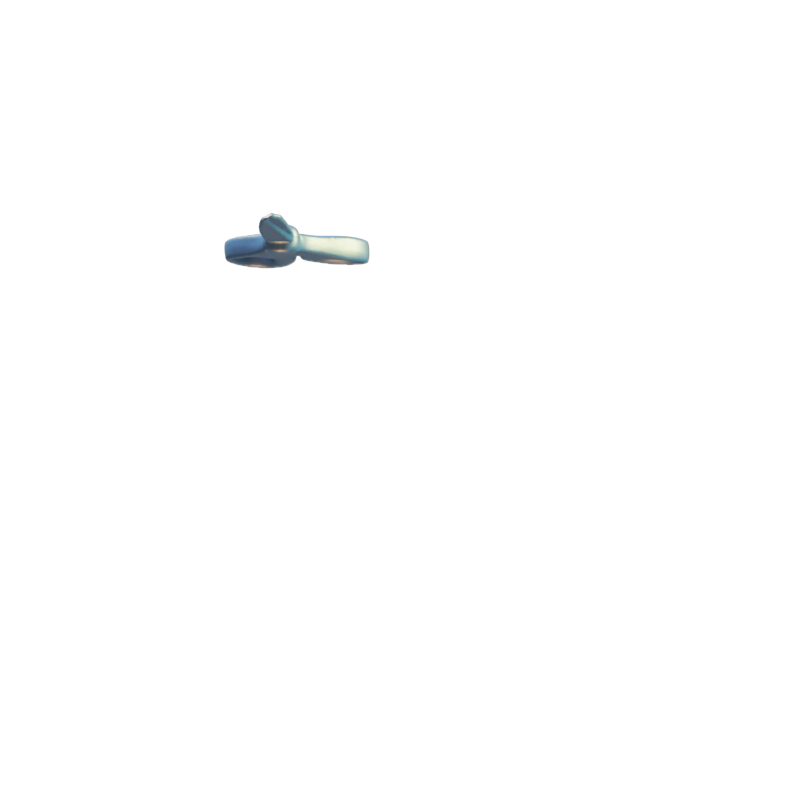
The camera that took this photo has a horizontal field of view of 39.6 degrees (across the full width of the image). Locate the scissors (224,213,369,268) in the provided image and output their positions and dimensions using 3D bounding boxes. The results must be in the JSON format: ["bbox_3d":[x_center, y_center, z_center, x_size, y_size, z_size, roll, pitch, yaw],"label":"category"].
[{"bbox_3d":[-0.048,-0.087,0.608,0.094,0.016,0.205,-1,3,-17],"label":"scissors"}]
